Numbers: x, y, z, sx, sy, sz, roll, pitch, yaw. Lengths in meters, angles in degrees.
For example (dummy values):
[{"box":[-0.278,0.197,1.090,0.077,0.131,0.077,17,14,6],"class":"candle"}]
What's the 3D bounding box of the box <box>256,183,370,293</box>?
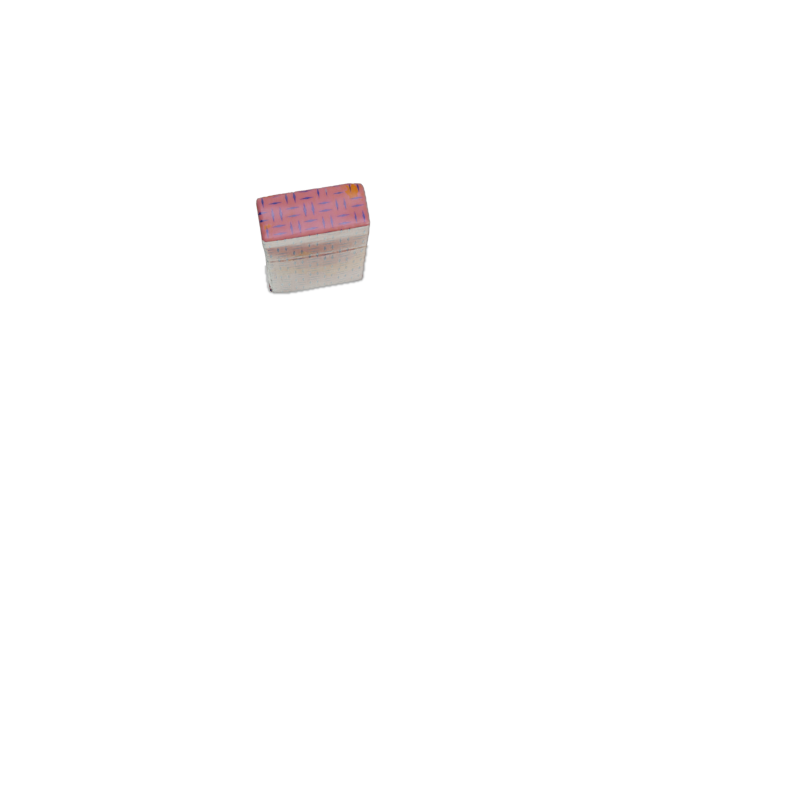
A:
[{"box":[-0.078,-0.143,0.998,0.093,0.050,0.170,-9,-12,-6],"class":"box"}]
